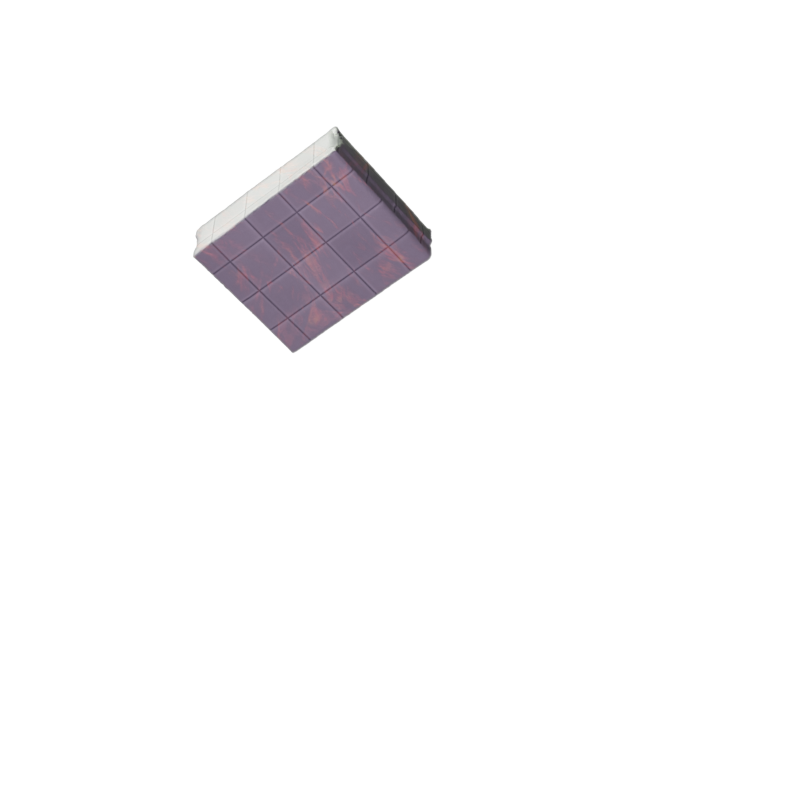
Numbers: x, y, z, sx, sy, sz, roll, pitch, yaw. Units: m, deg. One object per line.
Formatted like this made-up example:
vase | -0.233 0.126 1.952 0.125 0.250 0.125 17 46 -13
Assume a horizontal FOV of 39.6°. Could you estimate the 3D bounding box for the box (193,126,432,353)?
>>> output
box | -0.041 -0.075 0.525 0.089 0.069 0.032 -34 27 20
